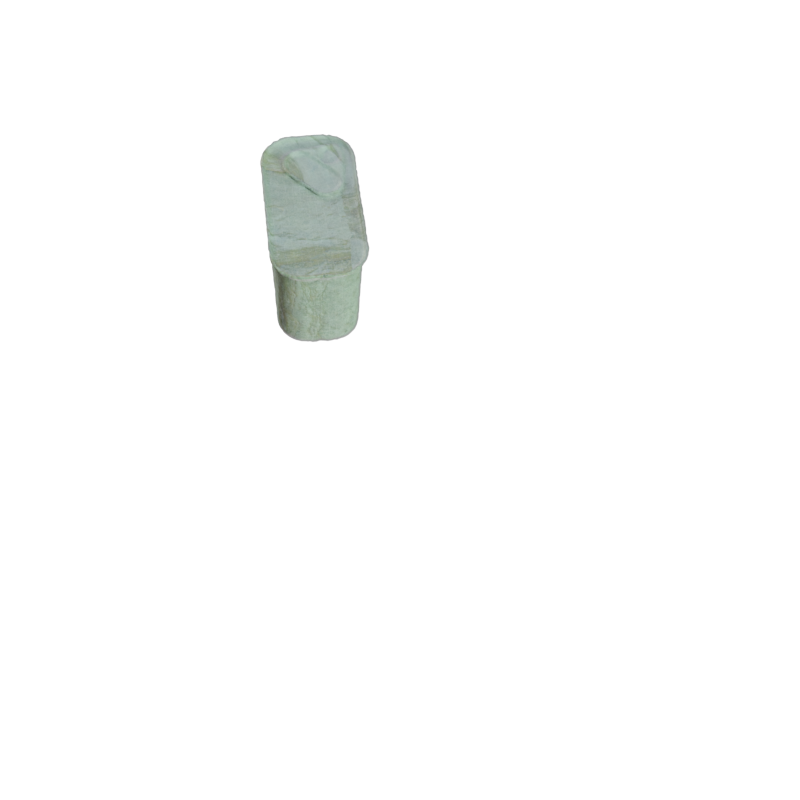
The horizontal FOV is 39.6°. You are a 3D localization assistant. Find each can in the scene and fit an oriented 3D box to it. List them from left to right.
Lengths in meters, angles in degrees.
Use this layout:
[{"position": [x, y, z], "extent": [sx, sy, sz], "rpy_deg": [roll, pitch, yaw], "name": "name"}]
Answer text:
[{"position": [-0.053, -0.097, 0.682], "extent": [0.057, 0.109, 0.079], "rpy_deg": [-5, -29, -6], "name": "can"}]
